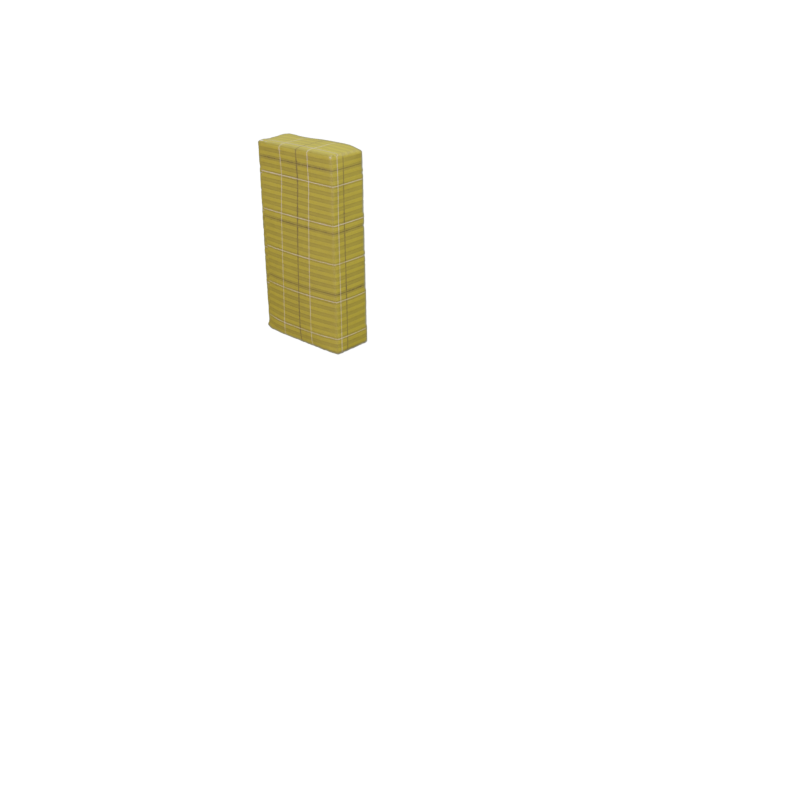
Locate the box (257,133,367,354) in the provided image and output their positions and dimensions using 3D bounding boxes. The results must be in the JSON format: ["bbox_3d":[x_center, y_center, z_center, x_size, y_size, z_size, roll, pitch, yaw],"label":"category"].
[{"bbox_3d":[-0.075,-0.137,0.961,0.099,0.169,0.047,19,25,41],"label":"box"}]
